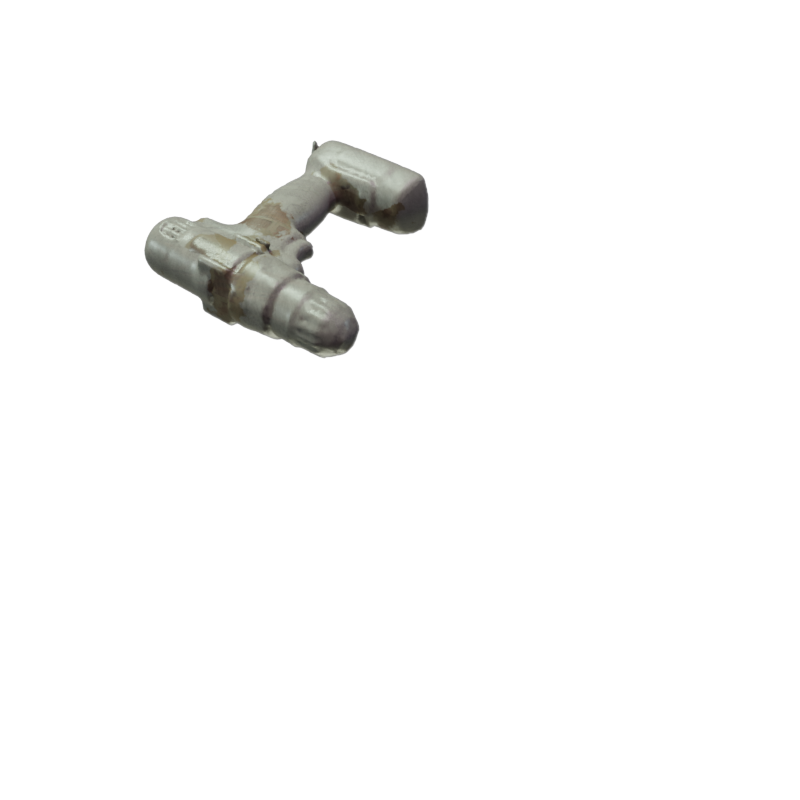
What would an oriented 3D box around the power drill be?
[{"bbox_3d":[-0.063,-0.115,0.803,0.196,0.054,0.189,28,47,29],"label":"power drill"}]
